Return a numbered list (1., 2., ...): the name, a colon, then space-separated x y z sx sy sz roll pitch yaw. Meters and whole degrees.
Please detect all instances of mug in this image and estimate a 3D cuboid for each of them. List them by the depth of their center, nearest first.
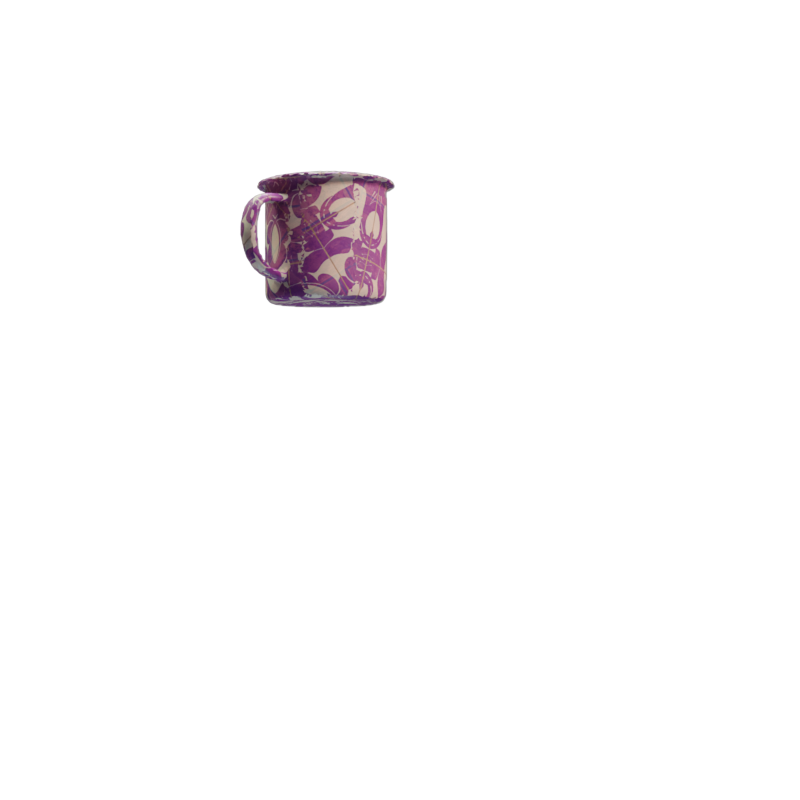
1. mug: -0.058 -0.105 0.738 0.096 0.083 0.112 -3 -4 42
